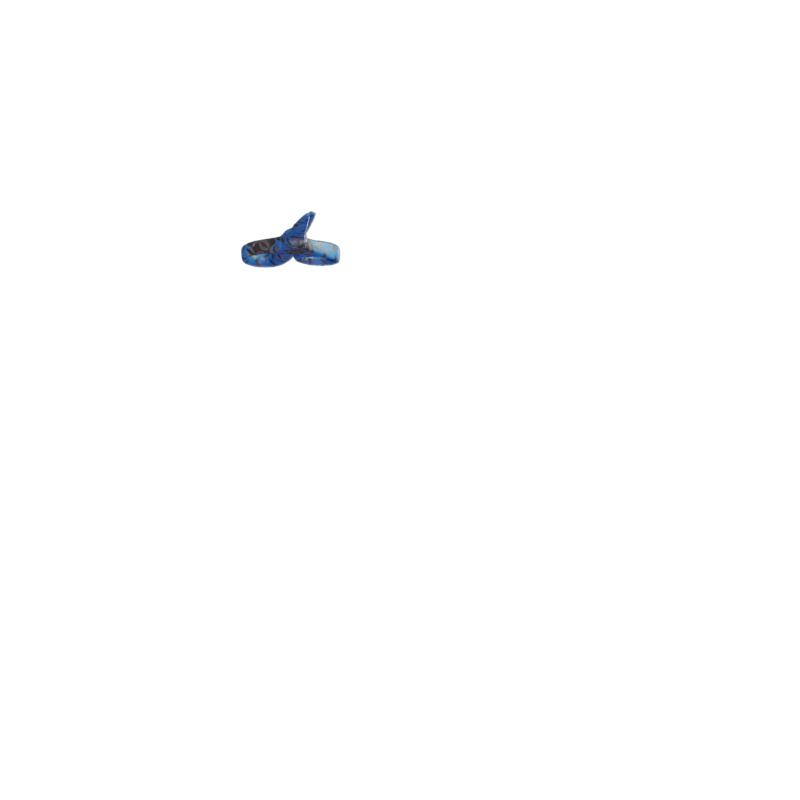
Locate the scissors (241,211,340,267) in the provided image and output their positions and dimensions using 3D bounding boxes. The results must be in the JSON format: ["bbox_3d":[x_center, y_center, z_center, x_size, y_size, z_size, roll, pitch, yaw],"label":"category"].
[{"bbox_3d":[-0.072,-0.132,0.924,0.093,0.016,0.205,1,-3,-26],"label":"scissors"}]
